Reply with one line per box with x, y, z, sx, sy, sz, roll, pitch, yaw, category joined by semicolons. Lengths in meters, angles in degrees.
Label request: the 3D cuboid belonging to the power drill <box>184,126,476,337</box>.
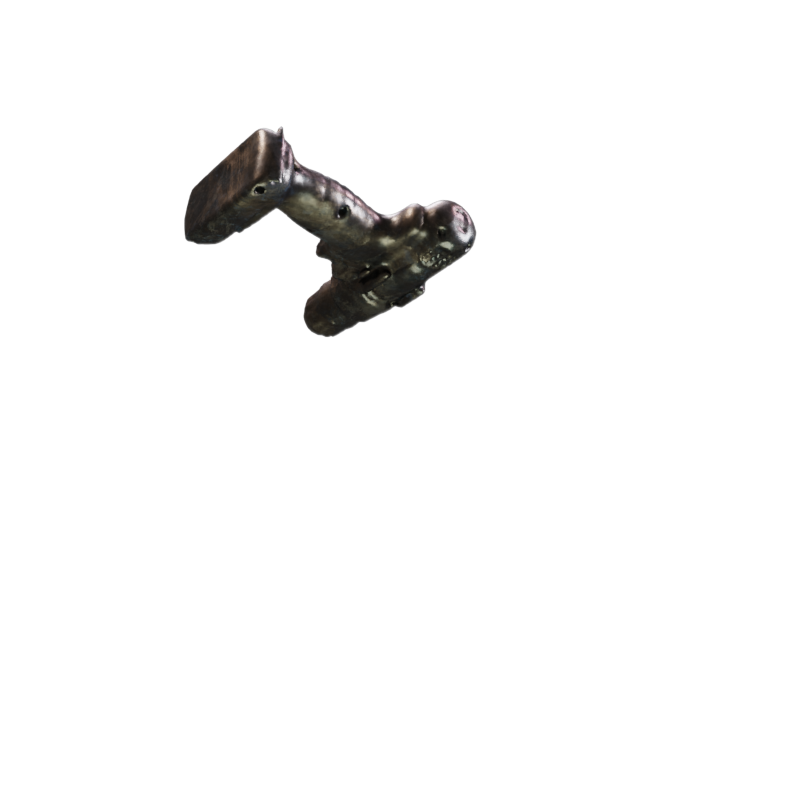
-0.066;-0.120;0.840;0.177;0.061;0.183;22;-38;-32;power drill
